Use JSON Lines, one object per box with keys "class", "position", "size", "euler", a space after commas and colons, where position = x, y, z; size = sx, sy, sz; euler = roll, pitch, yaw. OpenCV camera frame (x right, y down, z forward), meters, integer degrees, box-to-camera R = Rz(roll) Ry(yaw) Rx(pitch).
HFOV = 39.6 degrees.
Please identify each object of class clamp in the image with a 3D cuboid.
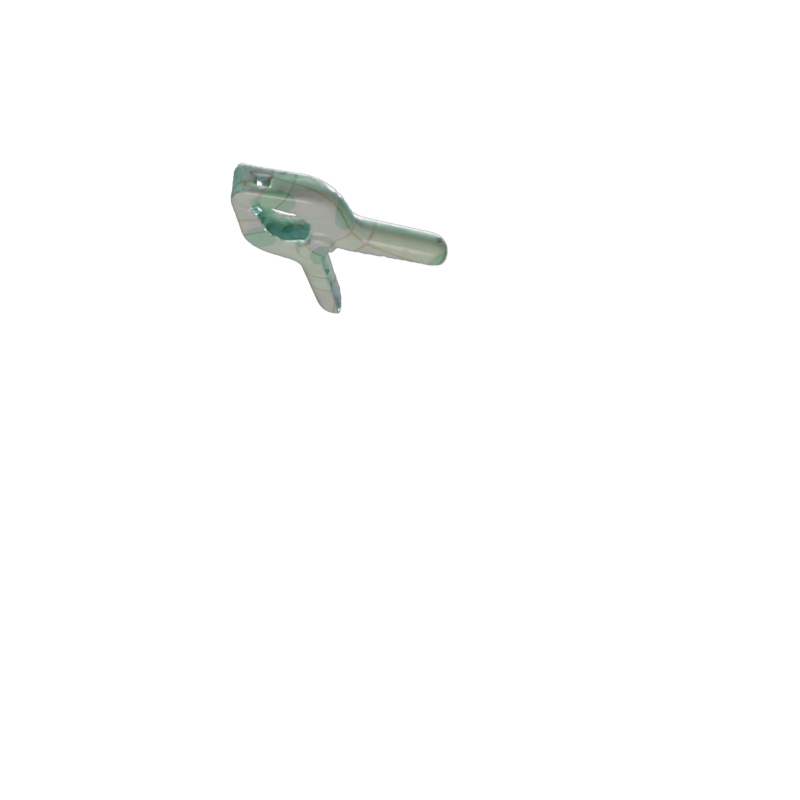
{"class": "clamp", "position": [-0.064, -0.116, 0.815], "size": [0.162, 0.042, 0.118], "euler": [26, -45, -30]}
